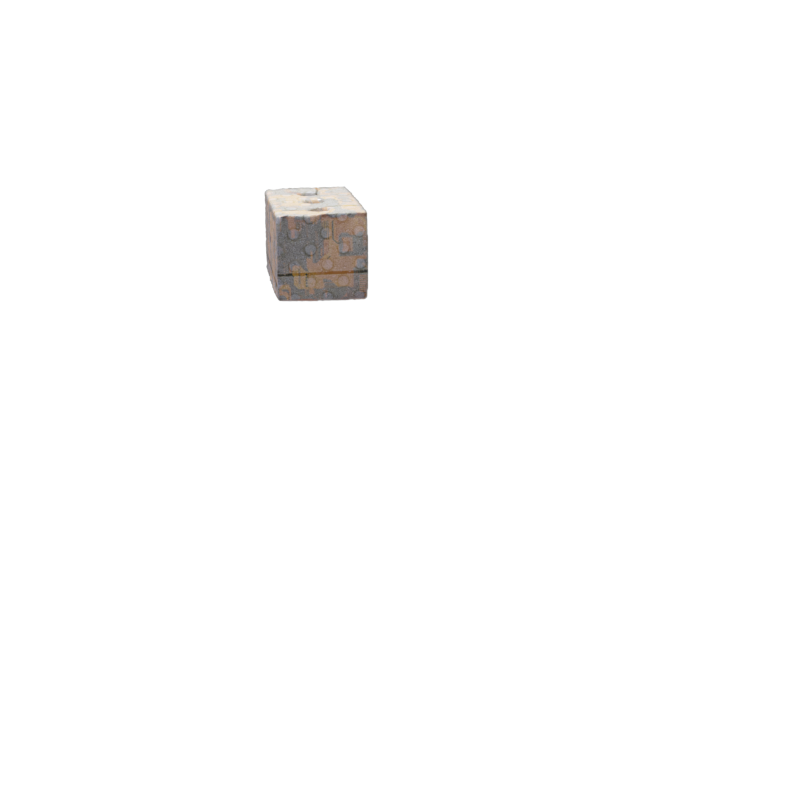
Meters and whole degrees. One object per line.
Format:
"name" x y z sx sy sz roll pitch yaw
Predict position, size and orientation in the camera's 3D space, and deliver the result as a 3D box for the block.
"block" -0.051 -0.094 0.657 0.052 0.049 0.082 -3 20 -11
